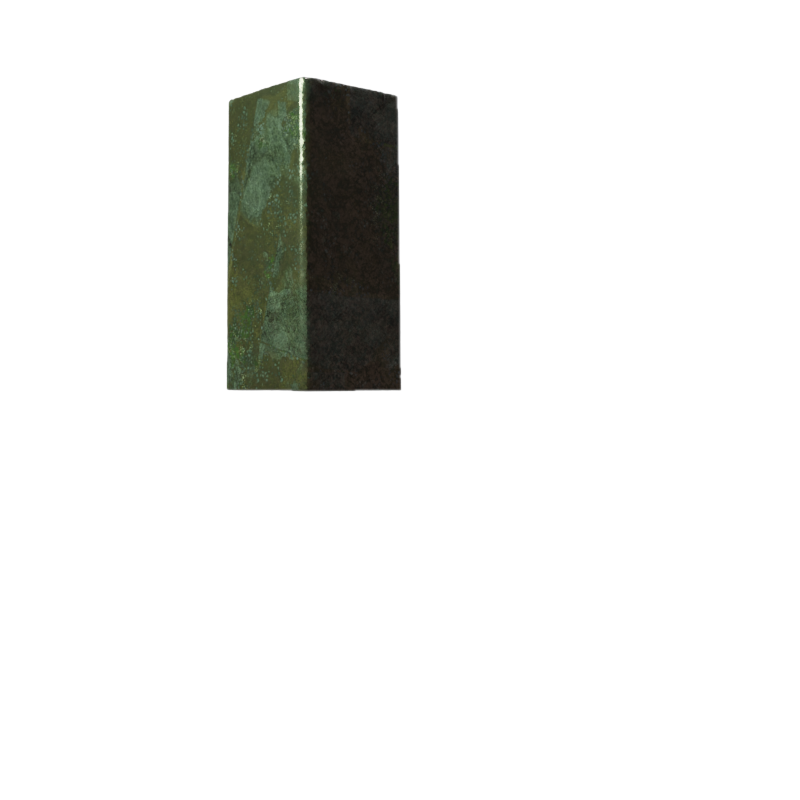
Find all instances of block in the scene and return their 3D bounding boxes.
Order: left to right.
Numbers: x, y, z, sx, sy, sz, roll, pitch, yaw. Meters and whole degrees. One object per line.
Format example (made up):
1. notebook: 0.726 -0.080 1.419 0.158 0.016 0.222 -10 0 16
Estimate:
1. block: -0.060 -0.111 0.776 0.087 0.209 0.093 5 -7 -42
